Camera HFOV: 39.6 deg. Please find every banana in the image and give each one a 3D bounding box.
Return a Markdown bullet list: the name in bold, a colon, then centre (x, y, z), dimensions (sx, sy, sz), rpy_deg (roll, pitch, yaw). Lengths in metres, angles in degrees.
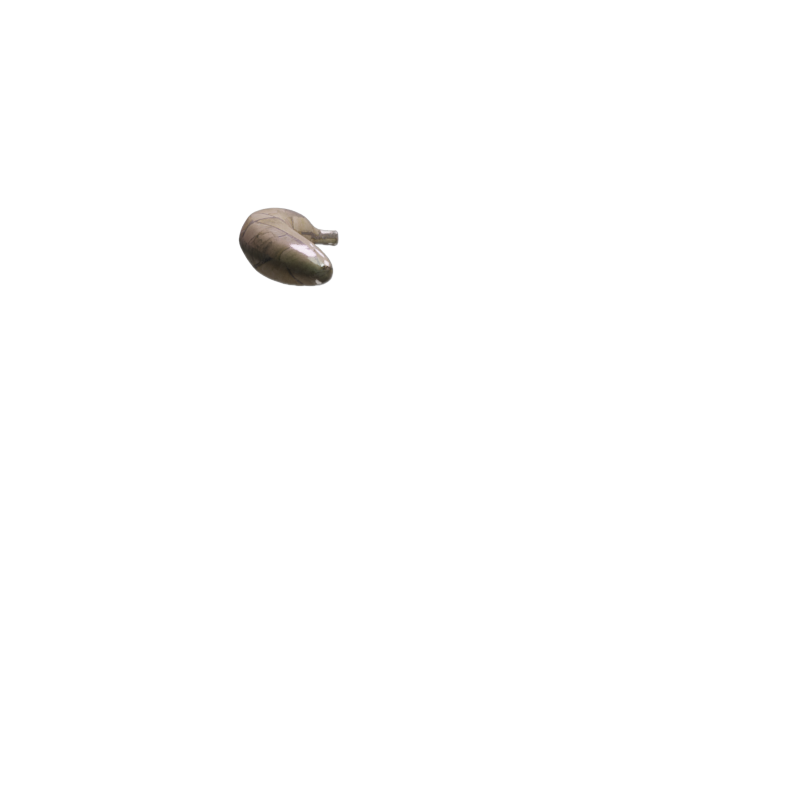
- **banana**: centre (-0.079, -0.111, 0.773), dimensions (0.070, 0.036, 0.204), rpy_deg (0, 16, -1)
